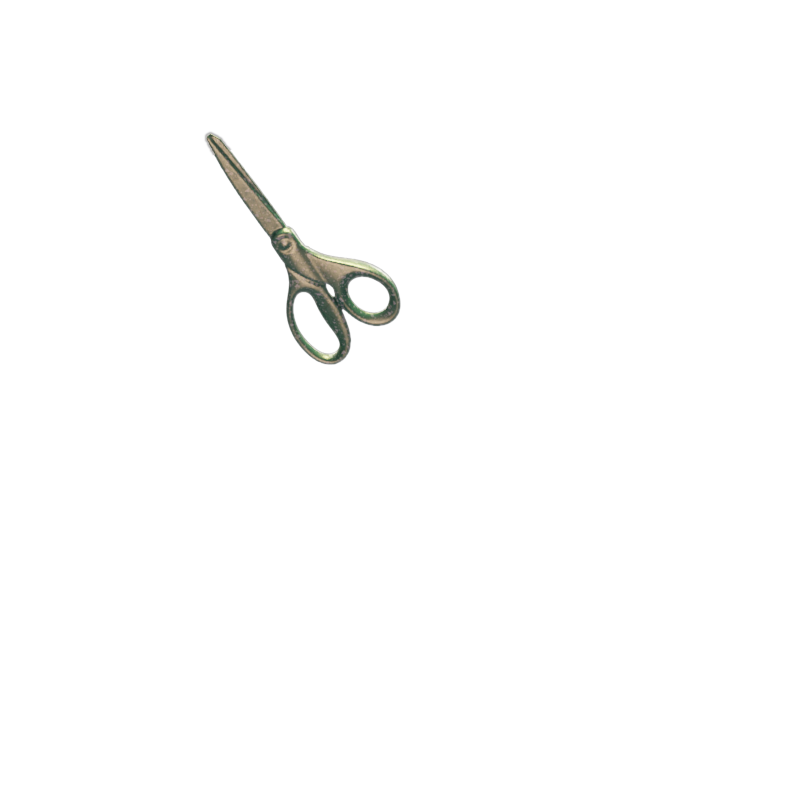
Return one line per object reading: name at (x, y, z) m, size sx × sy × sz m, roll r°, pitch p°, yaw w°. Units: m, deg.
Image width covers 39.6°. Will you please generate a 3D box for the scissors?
scissors at (-0.064, -0.116, 0.812) m, size 0.096 × 0.190 × 0.017 m, roll -15°, pitch 24°, yaw 7°
